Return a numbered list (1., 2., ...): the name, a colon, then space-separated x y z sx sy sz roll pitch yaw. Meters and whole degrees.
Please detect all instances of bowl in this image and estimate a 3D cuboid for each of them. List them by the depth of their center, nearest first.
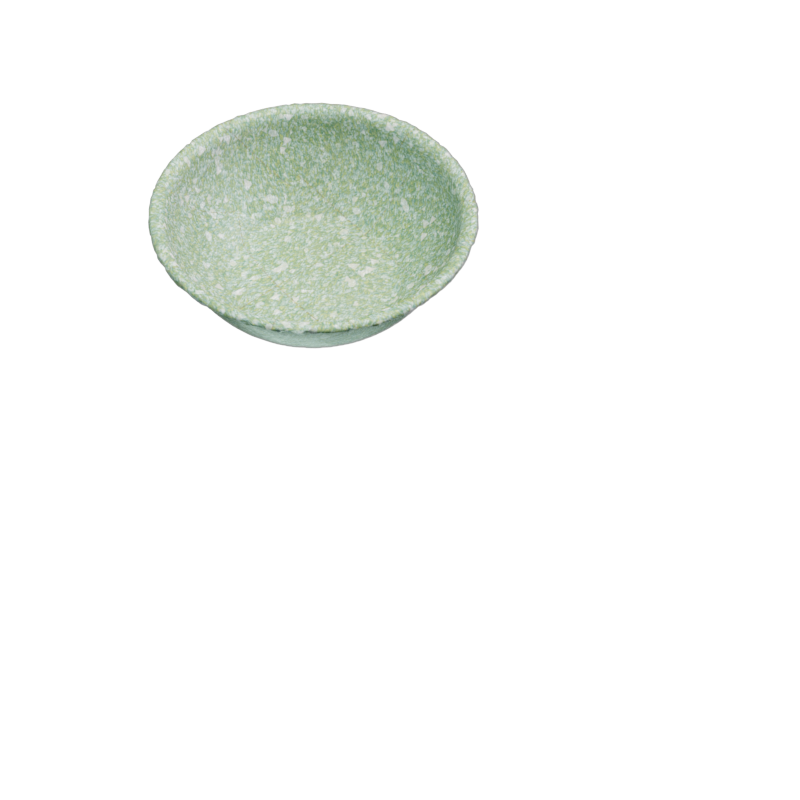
1. bowl: -0.044 -0.080 0.561 0.162 0.174 0.051 -1 -40 -1
